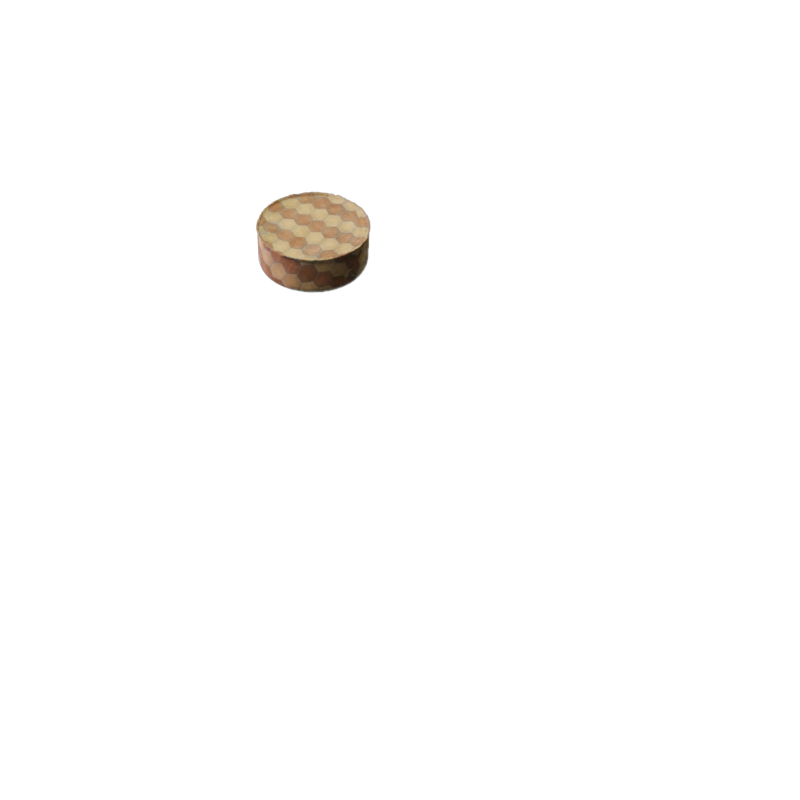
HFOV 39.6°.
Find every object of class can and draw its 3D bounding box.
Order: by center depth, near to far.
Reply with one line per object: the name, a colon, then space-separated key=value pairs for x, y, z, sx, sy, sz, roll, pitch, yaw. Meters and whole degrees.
can: x=-0.066 y=-0.120 z=0.840 sx=0.086 sy=0.031 sz=0.092 roll=-1 pitch=42 yaw=-2
